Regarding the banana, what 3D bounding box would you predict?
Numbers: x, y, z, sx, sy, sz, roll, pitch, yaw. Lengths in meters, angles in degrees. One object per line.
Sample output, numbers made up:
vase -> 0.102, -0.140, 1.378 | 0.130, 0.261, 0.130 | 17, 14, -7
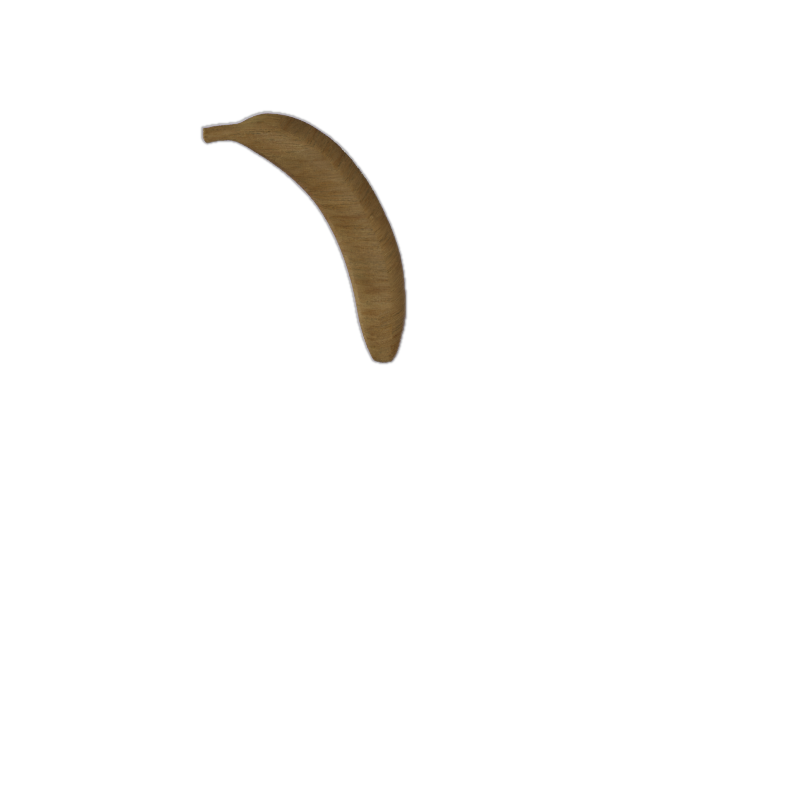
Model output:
banana -> -0.045, -0.118, 0.728 | 0.069, 0.194, 0.037 | -37, 7, 5
